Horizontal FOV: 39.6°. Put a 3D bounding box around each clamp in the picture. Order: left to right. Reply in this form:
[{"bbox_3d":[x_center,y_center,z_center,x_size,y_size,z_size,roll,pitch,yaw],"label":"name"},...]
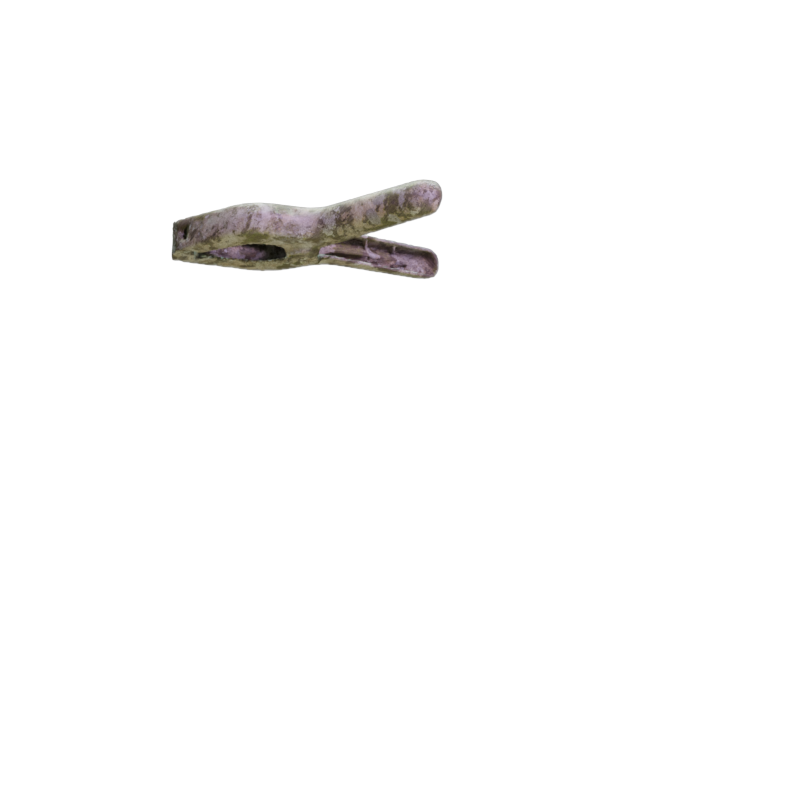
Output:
[{"bbox_3d":[-0.066,-0.120,0.840,0.212,0.038,0.156,-2,-14,10],"label":"clamp"}]
